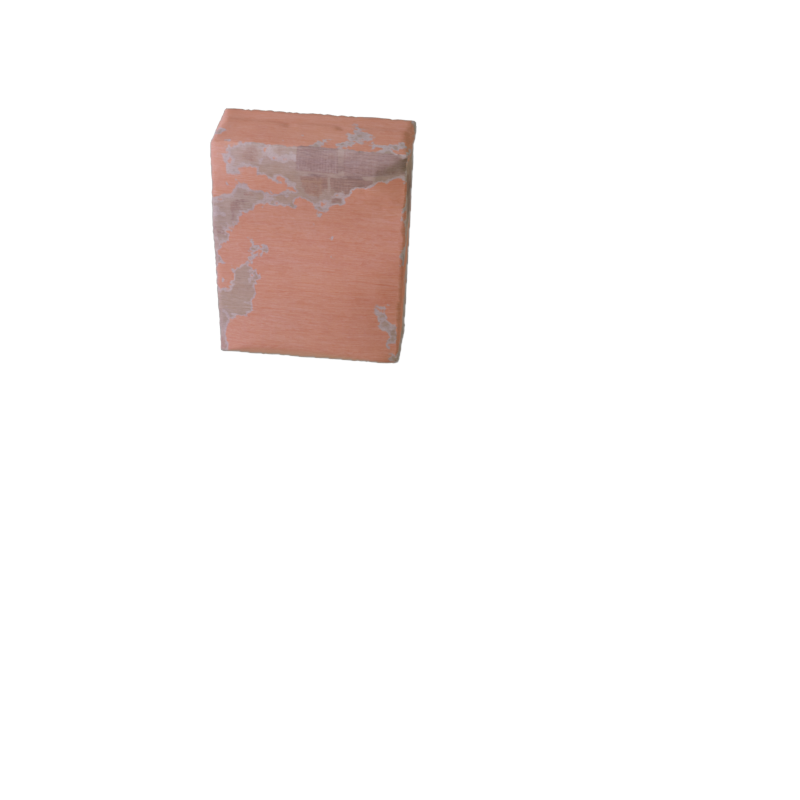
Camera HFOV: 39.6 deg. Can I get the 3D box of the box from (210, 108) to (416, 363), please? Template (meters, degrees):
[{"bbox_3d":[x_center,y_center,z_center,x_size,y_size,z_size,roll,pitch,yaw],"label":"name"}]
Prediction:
[{"bbox_3d":[-0.075,-0.136,0.954,0.166,0.200,0.076,6,36,5],"label":"box"}]
